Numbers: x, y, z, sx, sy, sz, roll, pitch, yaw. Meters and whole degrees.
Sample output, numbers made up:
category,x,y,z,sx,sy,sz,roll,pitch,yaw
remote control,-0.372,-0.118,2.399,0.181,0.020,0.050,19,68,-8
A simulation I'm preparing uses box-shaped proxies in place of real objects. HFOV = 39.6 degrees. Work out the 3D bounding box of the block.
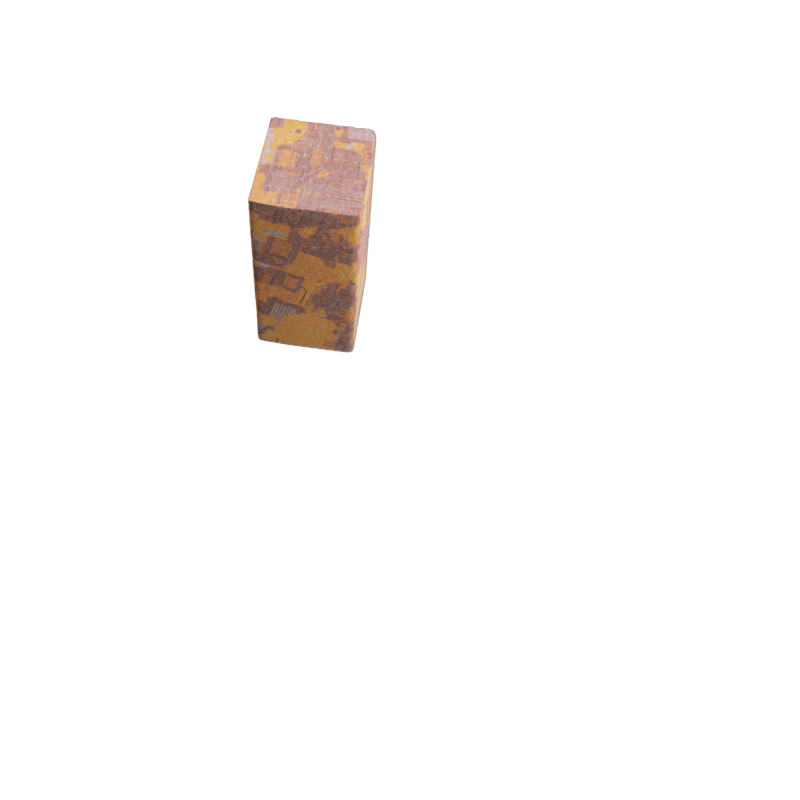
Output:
category,x,y,z,sx,sy,sz,roll,pitch,yaw
block,-0.074,-0.135,0.949,0.091,0.096,0.193,9,-31,2
